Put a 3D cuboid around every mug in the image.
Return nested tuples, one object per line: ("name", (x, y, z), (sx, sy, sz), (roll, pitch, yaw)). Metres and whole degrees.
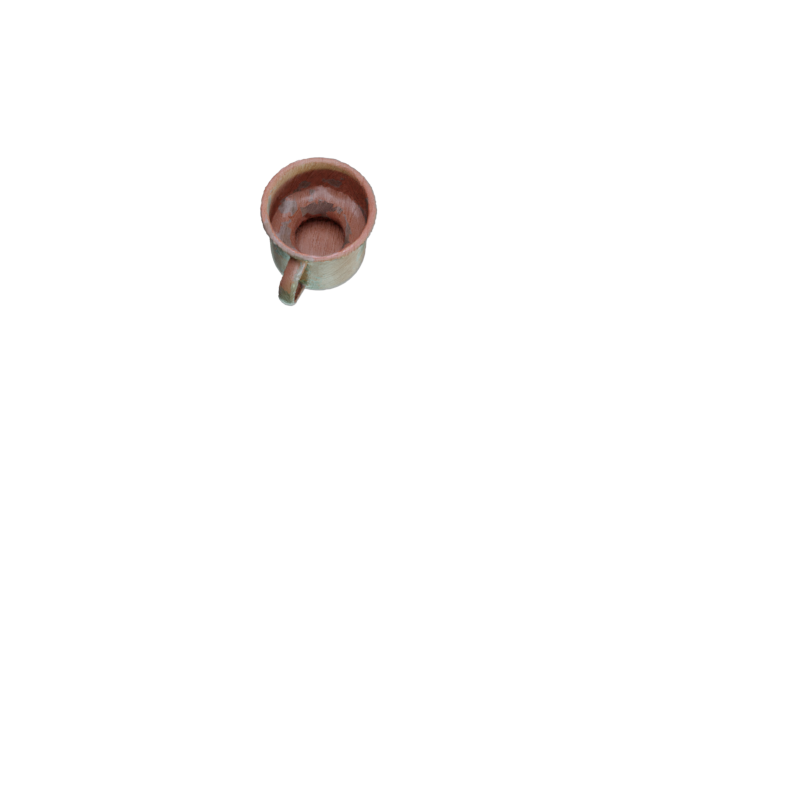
("mug", (-0.071, -0.130, 0.912), (0.094, 0.121, 0.078), (18, -21, 5))
